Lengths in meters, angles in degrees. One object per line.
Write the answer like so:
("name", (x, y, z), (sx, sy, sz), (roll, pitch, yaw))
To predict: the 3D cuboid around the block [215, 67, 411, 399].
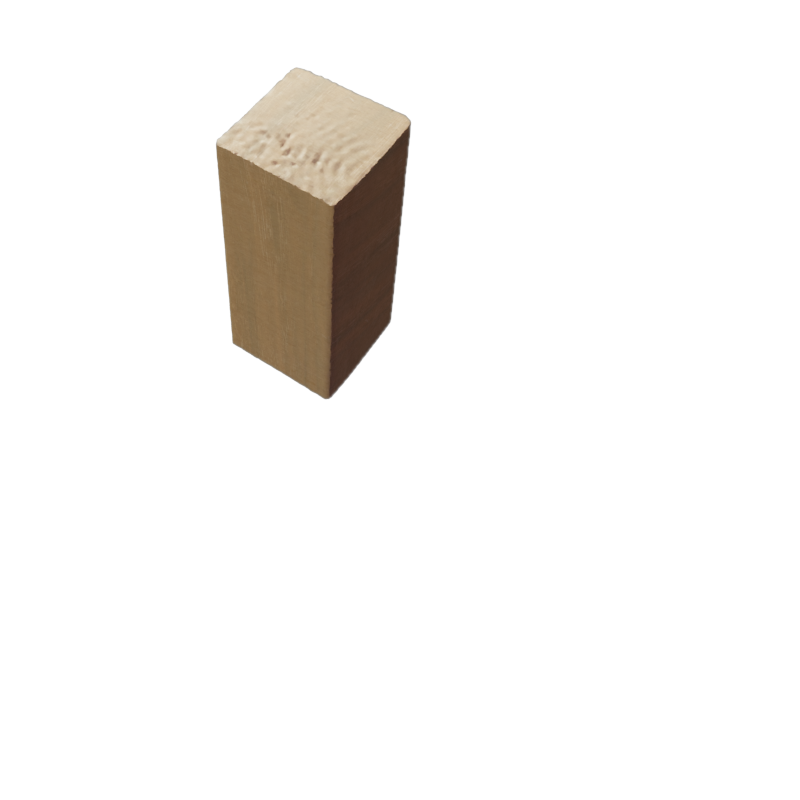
("block", (-0.058, -0.107, 0.748), (0.095, 0.092, 0.193), (29, -32, 17))
